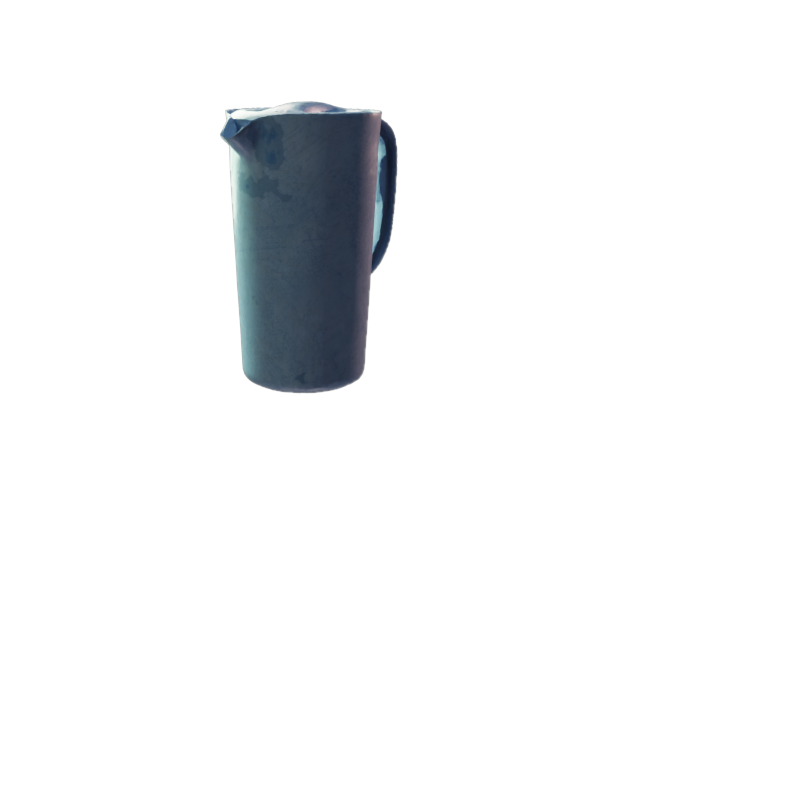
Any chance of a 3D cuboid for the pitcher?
[{"bbox_3d":[-0.076,-0.138,0.966,0.149,0.237,0.149,1,12,0],"label":"pitcher"}]
